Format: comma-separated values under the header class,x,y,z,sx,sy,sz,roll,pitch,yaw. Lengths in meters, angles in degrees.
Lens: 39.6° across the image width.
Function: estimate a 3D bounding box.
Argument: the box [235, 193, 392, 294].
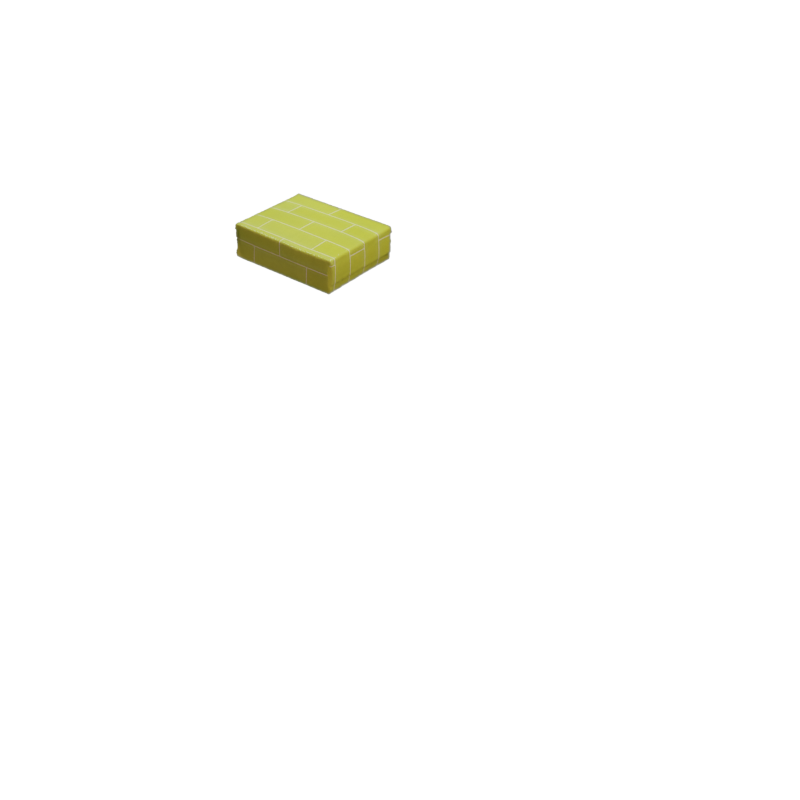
class,x,y,z,sx,sy,sz,roll,pitch,yaw
box,-0.078,-0.143,1.000,0.120,0.037,0.090,22,37,32
